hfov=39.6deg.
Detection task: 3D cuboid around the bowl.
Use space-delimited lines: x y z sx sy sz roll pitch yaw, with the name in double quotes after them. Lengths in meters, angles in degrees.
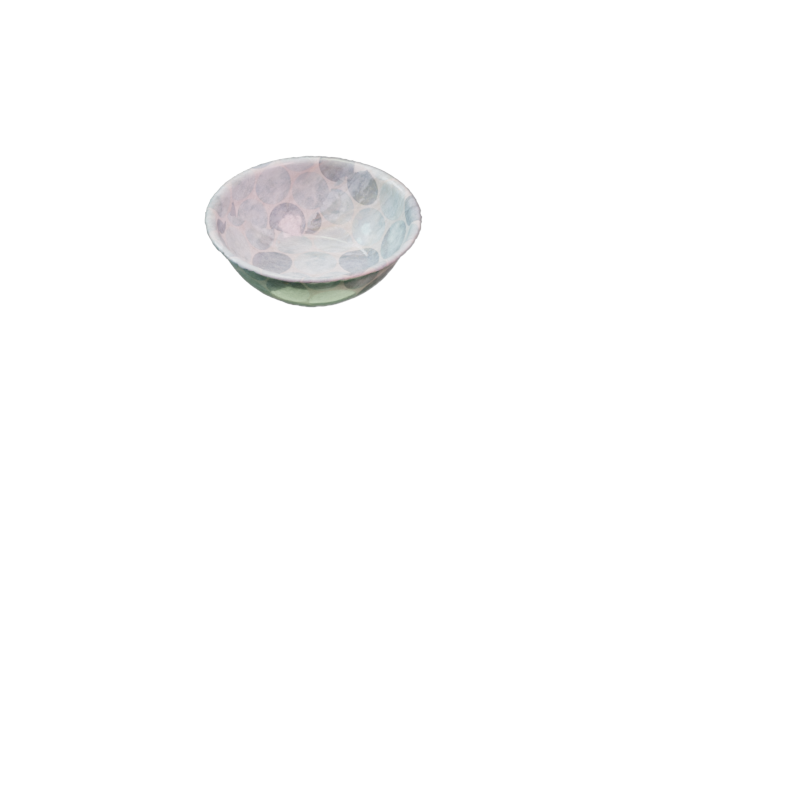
-0.066 -0.120 0.841 0.162 0.051 0.174 -1 41 -2 "bowl"
